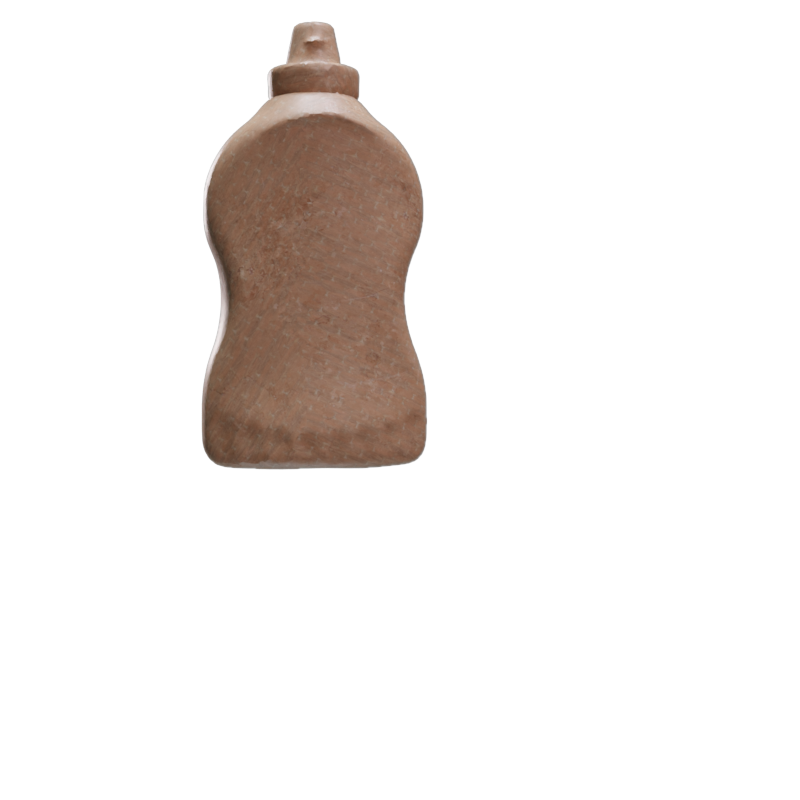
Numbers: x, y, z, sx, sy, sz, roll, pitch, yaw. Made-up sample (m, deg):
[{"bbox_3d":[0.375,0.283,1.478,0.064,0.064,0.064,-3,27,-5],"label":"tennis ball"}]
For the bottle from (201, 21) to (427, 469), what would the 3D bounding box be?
[{"bbox_3d":[-0.038,-0.069,0.485,0.095,0.194,0.058,0,-4,-7],"label":"bottle"}]
